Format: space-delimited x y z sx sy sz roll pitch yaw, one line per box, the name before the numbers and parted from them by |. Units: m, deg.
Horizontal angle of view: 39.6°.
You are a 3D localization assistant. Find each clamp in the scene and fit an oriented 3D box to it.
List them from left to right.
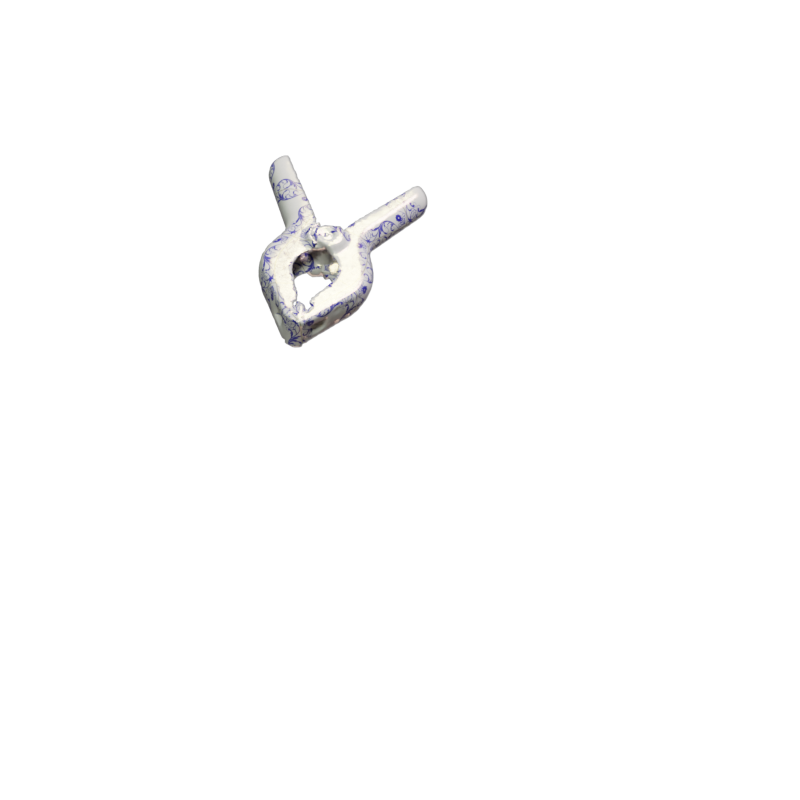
clamp | -0.062 -0.112 0.787 0.124 0.036 0.179 15 46 15
